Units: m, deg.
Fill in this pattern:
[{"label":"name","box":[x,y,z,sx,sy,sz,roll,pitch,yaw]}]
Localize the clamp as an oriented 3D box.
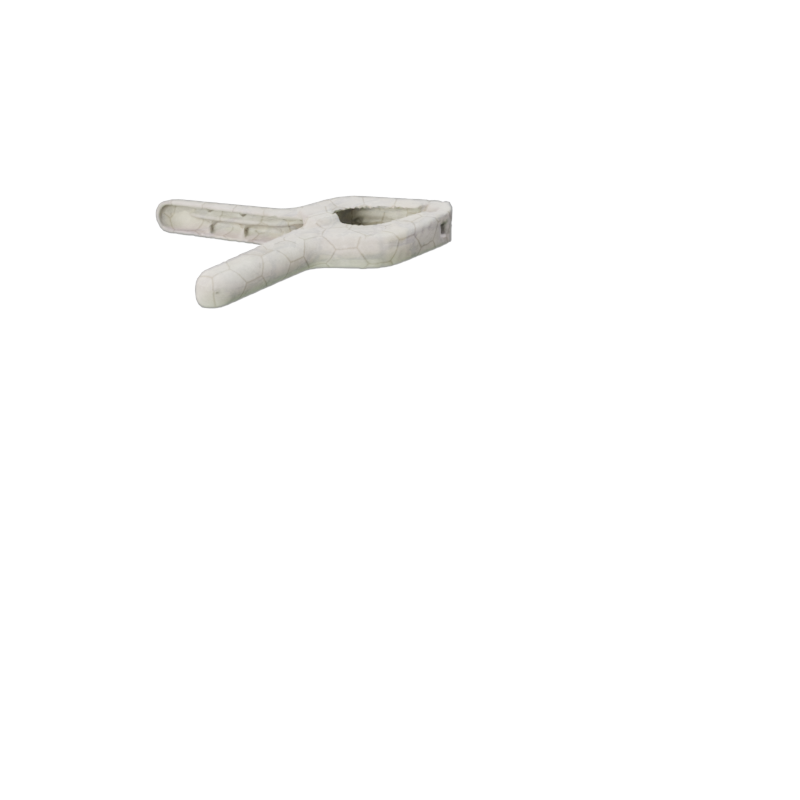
[{"label":"clamp","box":[-0.060,-0.109,0.765,0.207,0.034,0.176,-5,29,-10]}]
